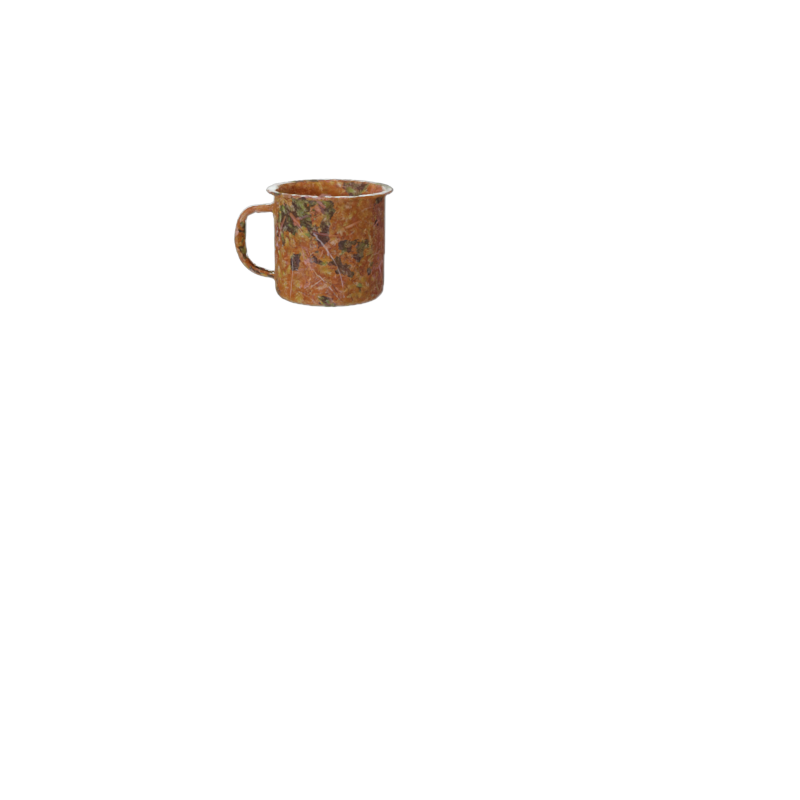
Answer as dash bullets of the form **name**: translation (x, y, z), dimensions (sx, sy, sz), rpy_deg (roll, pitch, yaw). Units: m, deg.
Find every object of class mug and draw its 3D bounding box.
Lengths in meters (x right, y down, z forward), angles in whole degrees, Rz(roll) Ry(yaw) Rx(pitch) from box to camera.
- **mug**: translation (-0.064, -0.117, 0.819), dimensions (0.117, 0.079, 0.096), rpy_deg (0, 16, -1)
